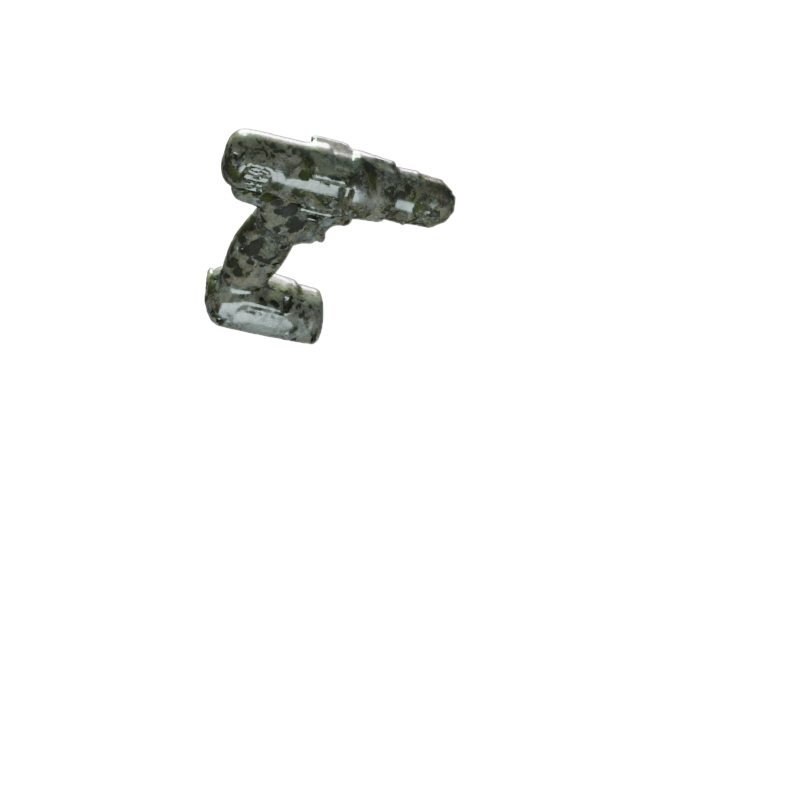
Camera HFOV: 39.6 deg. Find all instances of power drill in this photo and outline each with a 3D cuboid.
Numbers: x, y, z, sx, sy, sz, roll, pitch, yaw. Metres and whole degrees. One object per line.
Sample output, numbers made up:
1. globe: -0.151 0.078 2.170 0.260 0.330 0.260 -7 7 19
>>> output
1. power drill: -0.070 -0.127 0.889 0.180 0.062 0.179 14 -46 -14
